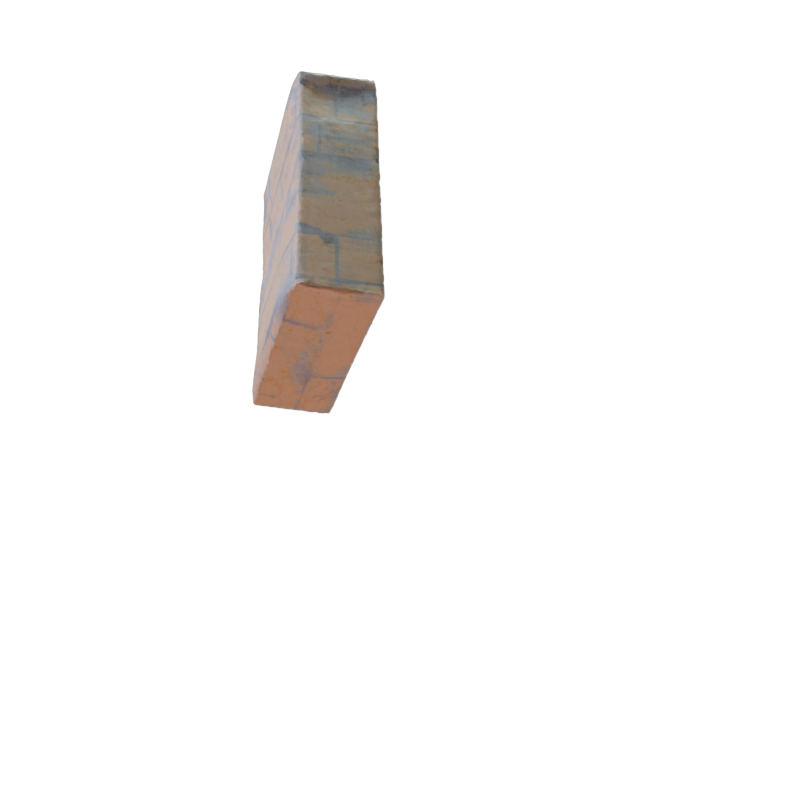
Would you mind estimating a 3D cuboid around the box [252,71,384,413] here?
[{"bbox_3d":[-0.068,-0.124,0.866,0.070,0.229,0.156,7,-36,-14],"label":"box"}]
